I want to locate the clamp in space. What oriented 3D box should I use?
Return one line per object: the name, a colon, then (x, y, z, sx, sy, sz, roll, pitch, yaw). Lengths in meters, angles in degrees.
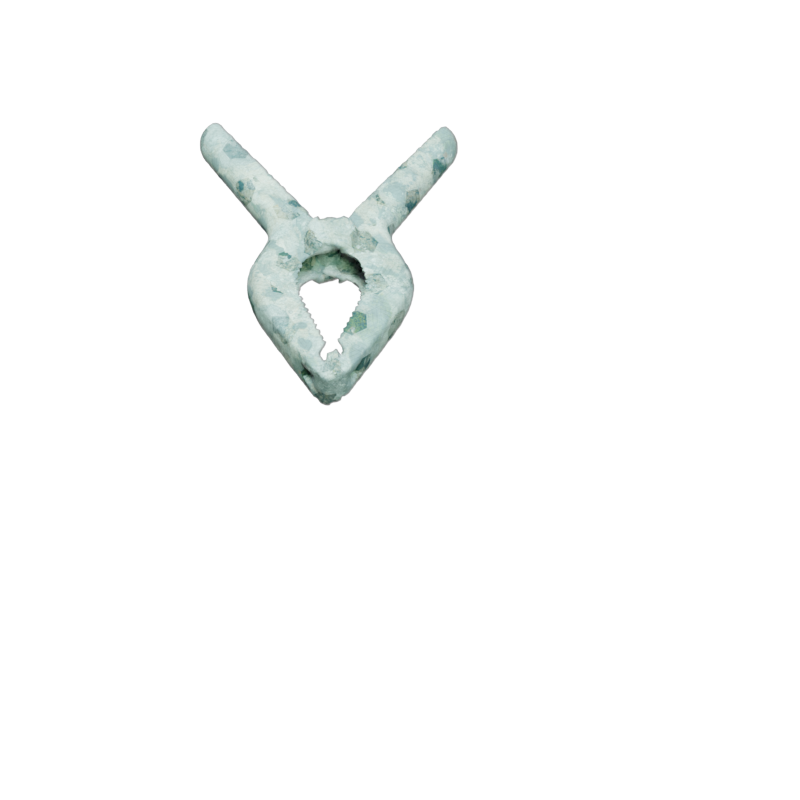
clamp: (-0.052, -0.094, 0.658, 0.165, 0.224, 0.034, 4, -38, 3)
